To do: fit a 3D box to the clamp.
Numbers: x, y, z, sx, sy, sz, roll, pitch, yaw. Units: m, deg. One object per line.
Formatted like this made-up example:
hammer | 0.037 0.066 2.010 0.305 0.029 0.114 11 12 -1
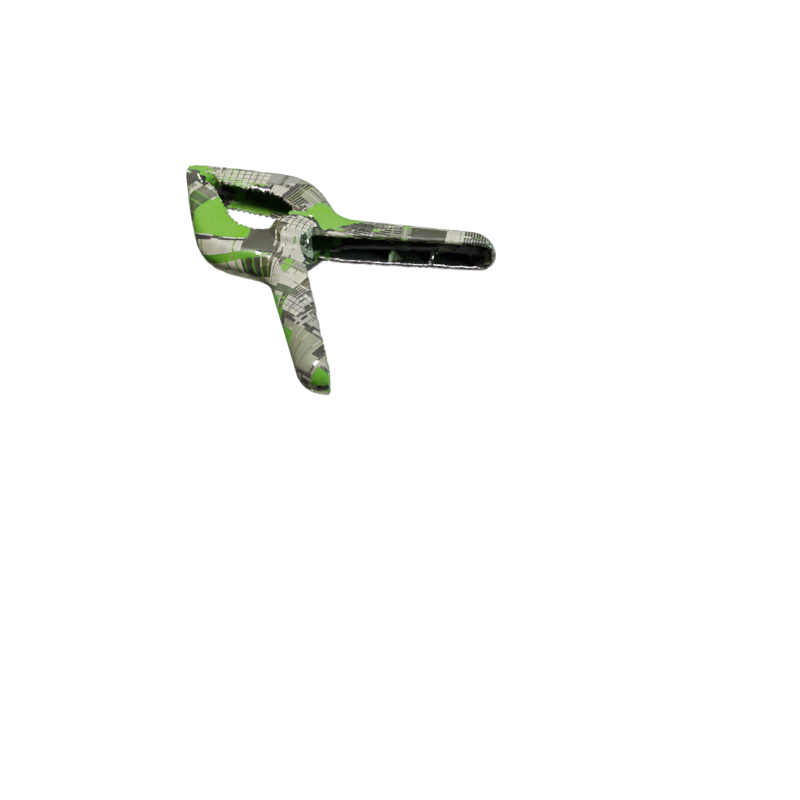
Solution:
clamp | -0.056 -0.102 0.714 0.164 0.034 0.225 -30 51 -28
